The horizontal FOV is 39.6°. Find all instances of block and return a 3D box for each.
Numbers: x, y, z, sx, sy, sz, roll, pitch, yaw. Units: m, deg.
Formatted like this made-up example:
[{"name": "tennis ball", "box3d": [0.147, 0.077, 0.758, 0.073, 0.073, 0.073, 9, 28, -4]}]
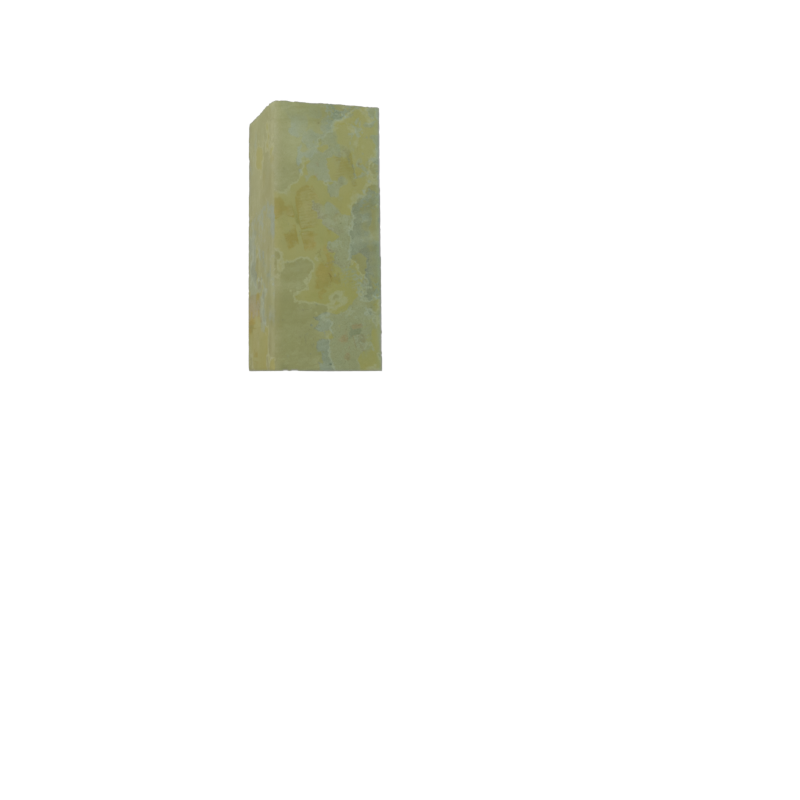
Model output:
[{"name": "block", "box3d": [-0.070, -0.127, 0.889, 0.088, 0.209, 0.091, 1, -6, -18]}]
